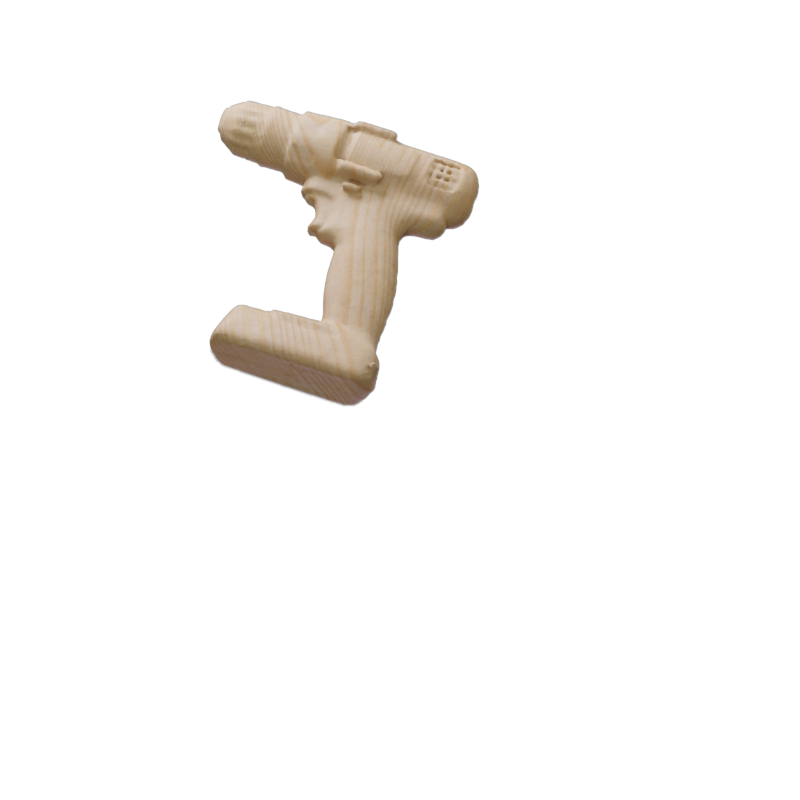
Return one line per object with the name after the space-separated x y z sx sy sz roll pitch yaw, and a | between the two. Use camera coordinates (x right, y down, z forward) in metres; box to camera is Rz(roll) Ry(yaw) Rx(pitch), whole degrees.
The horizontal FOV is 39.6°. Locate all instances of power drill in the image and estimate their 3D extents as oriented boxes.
-0.057 -0.104 0.728 0.187 0.195 0.054 17 -24 7 | power drill
